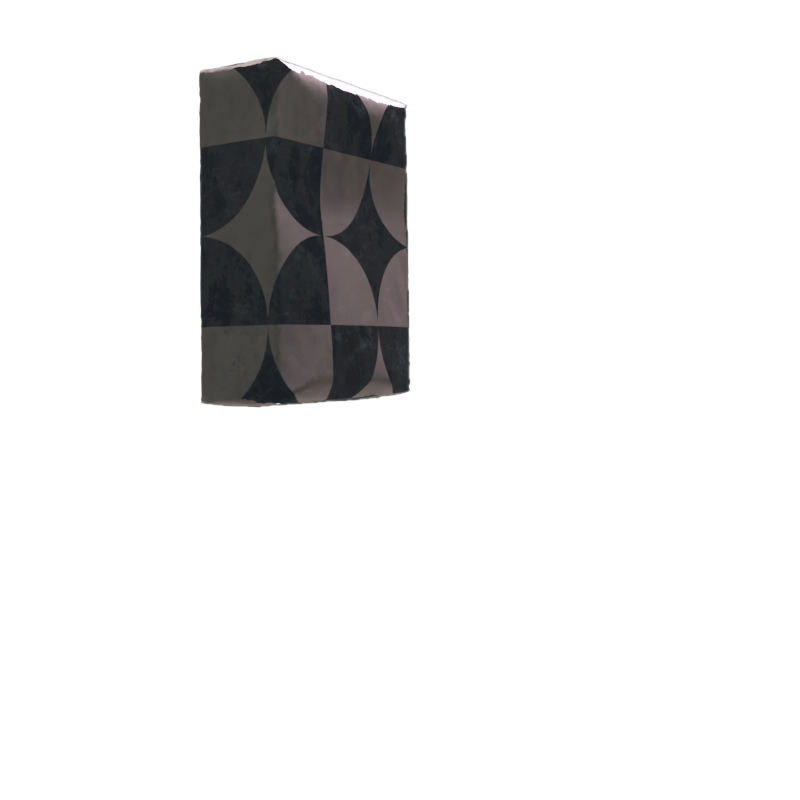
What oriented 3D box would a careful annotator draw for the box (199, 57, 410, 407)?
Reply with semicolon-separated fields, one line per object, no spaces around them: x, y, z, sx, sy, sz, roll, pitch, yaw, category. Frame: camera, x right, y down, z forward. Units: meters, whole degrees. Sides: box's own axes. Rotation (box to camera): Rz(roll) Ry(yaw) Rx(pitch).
-0.058;-0.106;0.745;0.074;0.216;0.157;-3;-4;32;box
